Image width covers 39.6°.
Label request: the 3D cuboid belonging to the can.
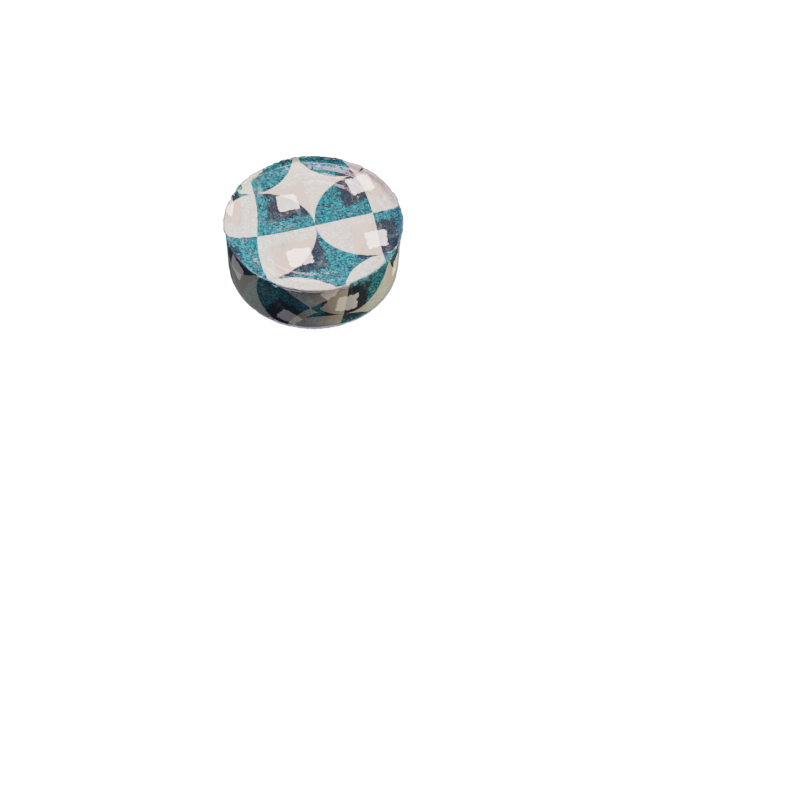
[{"bbox_3d":[-0.042,-0.077,0.540,0.086,0.092,0.031,-1,-37,-1],"label":"can"}]
